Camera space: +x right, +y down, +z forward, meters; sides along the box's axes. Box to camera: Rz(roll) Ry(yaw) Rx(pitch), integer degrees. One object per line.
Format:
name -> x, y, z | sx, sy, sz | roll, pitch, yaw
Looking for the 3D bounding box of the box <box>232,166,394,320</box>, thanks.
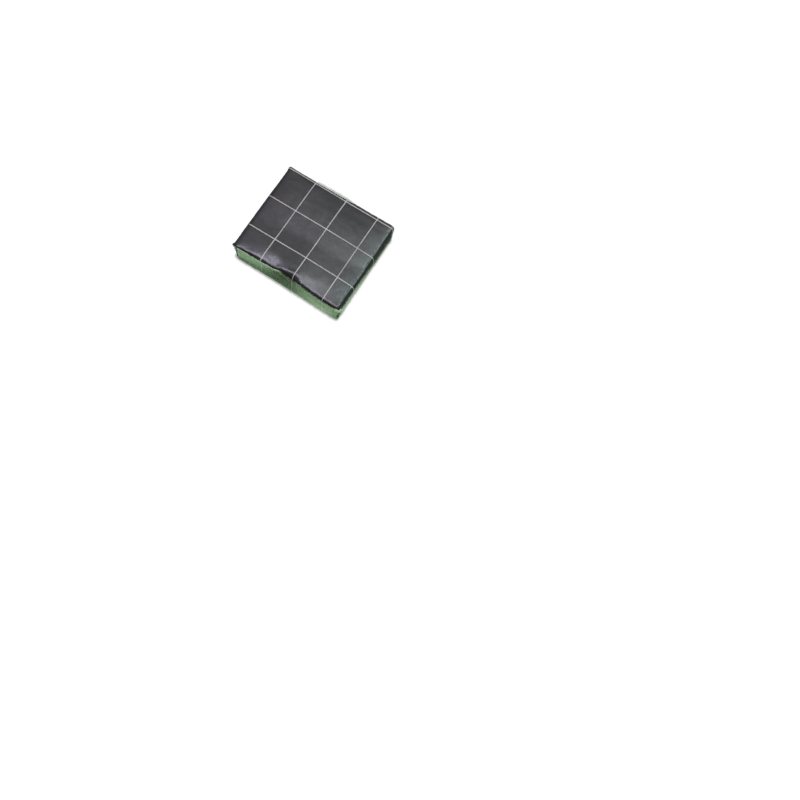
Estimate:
box -> -0.061, -0.111, 0.777 | 0.092, 0.075, 0.029 | 32, -17, 10
